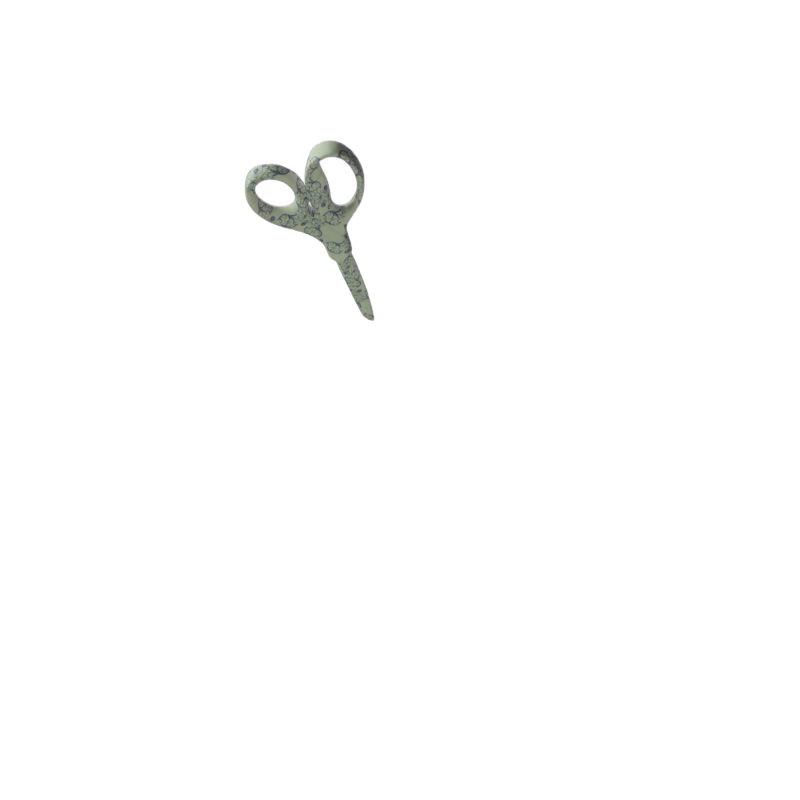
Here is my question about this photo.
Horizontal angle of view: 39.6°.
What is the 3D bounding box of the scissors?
[{"bbox_3d":[-0.066,-0.121,0.848,0.096,0.017,0.188,1,-36,-1],"label":"scissors"}]
